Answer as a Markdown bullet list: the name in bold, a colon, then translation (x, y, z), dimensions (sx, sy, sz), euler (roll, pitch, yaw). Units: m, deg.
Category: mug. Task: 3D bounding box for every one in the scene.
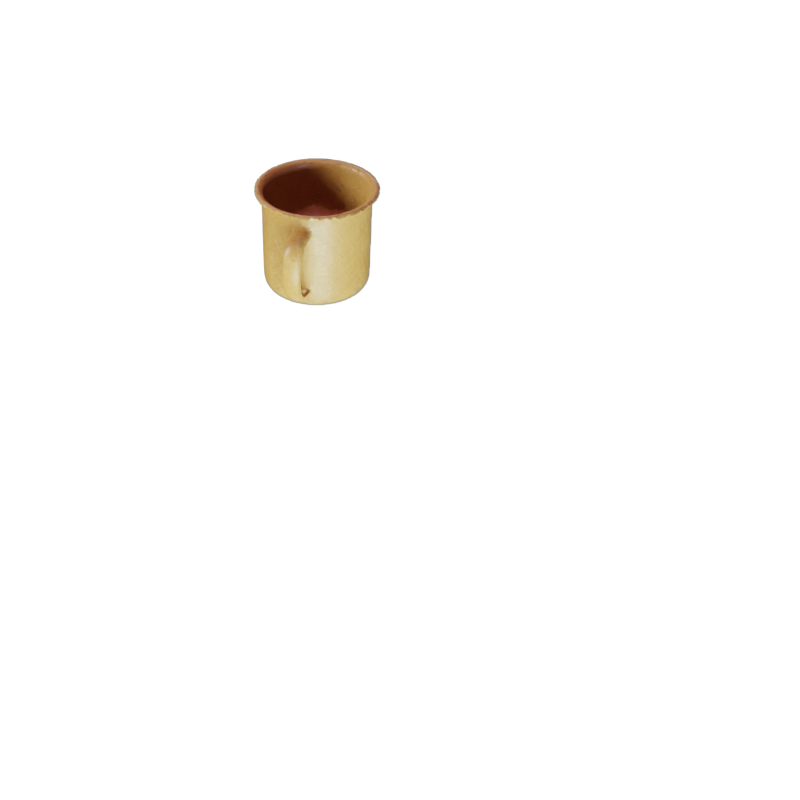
- **mug**: translation (-0.065, -0.118, 0.827), dimensions (0.095, 0.076, 0.123), euler (7, 37, 8)
